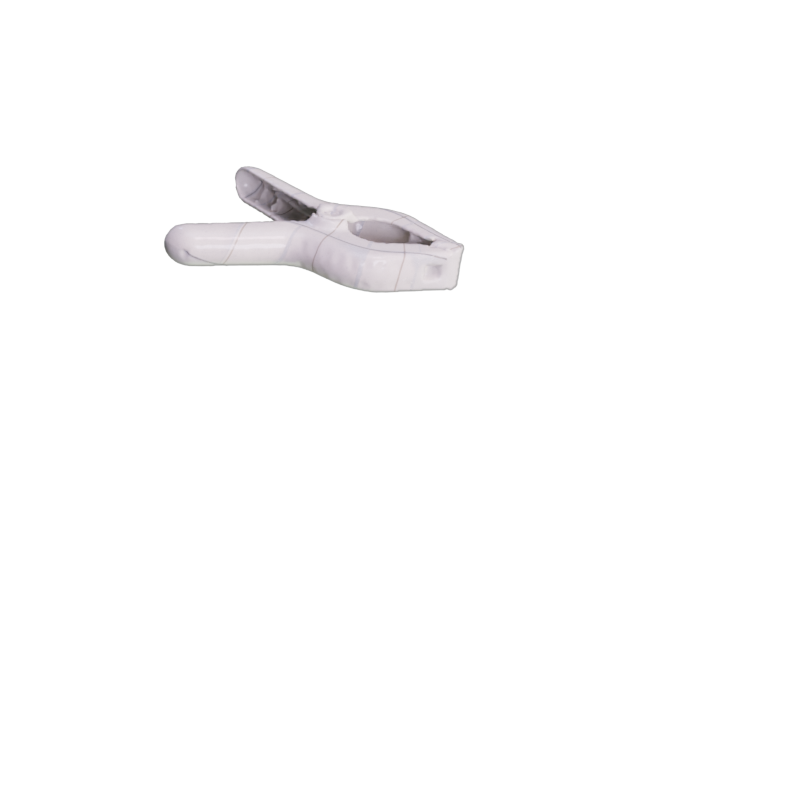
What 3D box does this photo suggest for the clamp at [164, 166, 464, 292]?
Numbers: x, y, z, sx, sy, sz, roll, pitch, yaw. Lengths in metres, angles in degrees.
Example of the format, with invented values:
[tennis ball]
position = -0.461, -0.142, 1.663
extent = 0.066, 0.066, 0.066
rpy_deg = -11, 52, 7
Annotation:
[clamp]
position = -0.052, -0.095, 0.665
extent = 0.179, 0.037, 0.123
rpy_deg = 17, 39, 21
